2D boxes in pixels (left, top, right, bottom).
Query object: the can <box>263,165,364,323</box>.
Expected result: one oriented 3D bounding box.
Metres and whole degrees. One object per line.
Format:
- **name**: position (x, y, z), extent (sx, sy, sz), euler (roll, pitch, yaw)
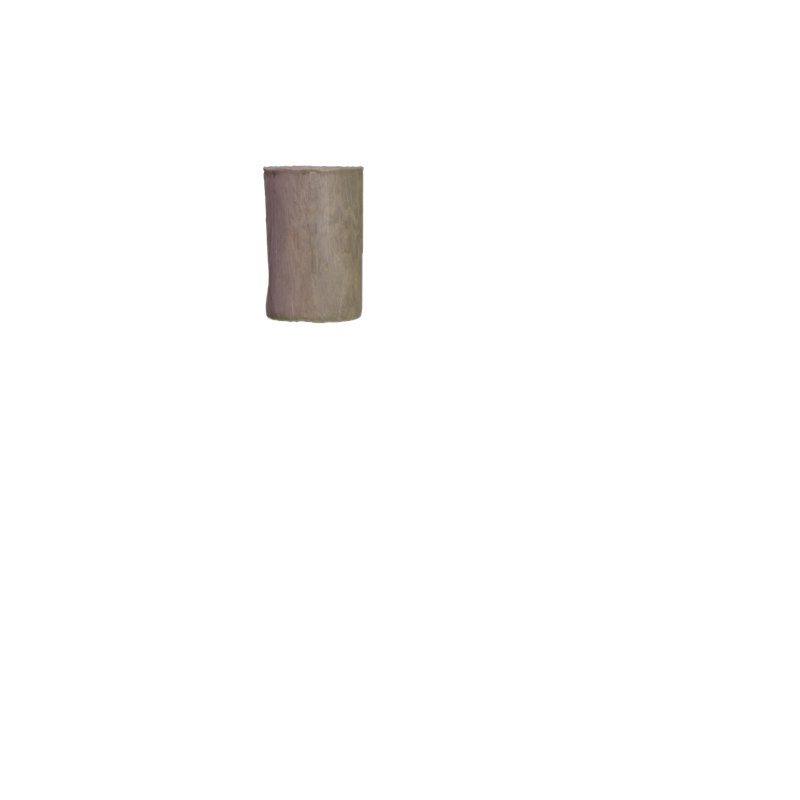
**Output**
- **can**: position (-0.059, -0.107, 0.750), extent (0.068, 0.101, 0.070), euler (0, 7, -2)
